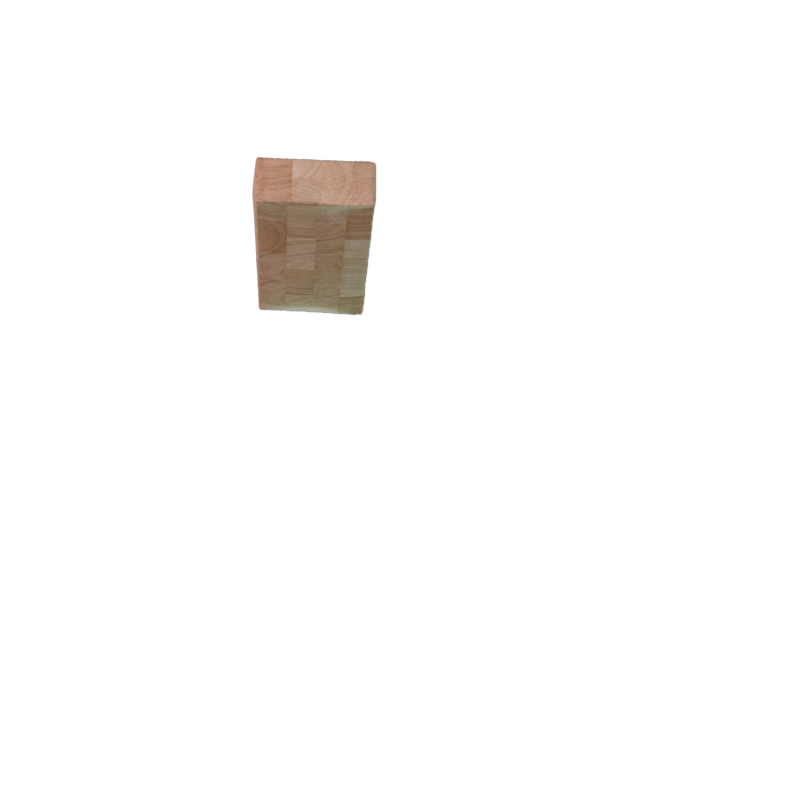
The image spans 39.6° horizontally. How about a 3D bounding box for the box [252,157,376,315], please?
[{"bbox_3d":[-0.070,-0.127,0.892,0.093,0.051,0.167,3,-23,-2],"label":"box"}]
